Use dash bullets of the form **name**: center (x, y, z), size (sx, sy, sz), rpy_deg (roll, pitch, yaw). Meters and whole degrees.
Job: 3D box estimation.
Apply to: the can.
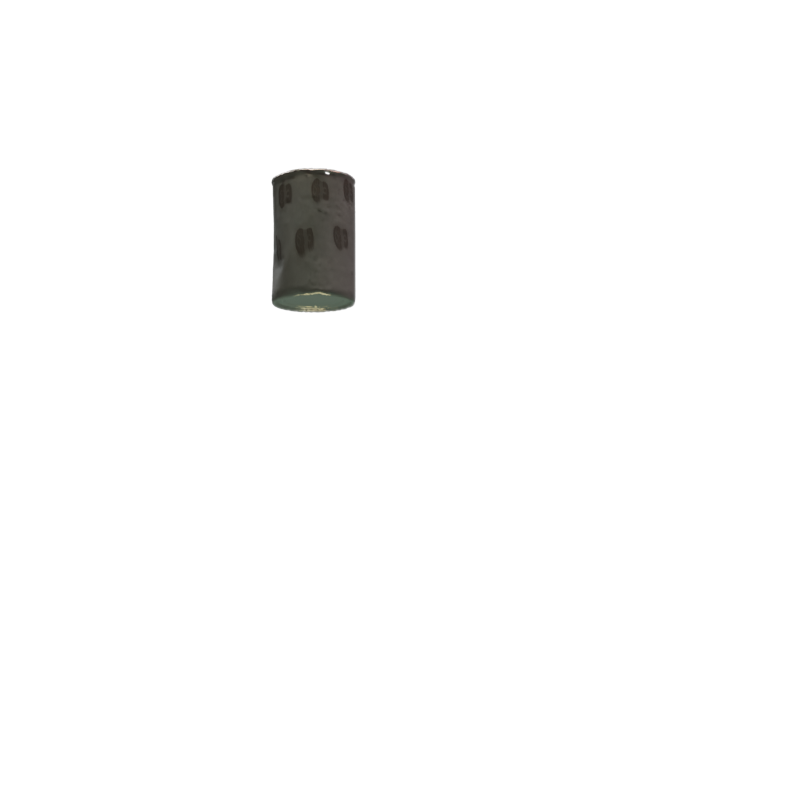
- **can**: center (-0.069, -0.126, 0.883), size (0.068, 0.106, 0.066), rpy_deg (0, -13, -2)
